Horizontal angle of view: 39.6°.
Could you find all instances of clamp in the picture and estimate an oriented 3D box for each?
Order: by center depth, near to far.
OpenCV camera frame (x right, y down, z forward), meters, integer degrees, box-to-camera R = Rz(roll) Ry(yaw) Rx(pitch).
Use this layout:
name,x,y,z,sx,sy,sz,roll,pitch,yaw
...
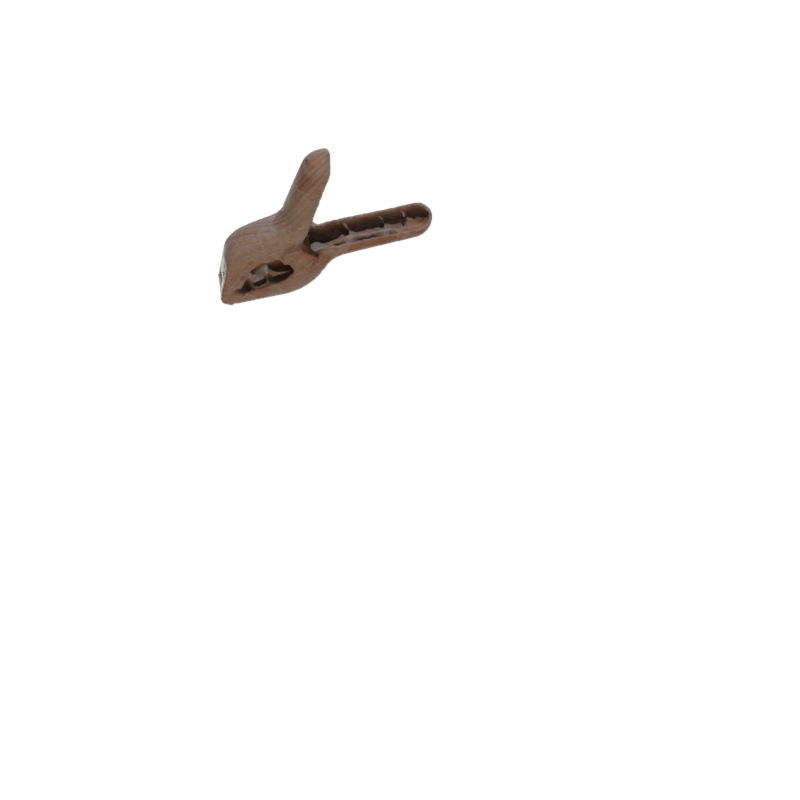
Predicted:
name,x,y,z,sx,sy,sz,roll,pitch,yaw
clamp,-0.064,-0.116,0.813,0.113,0.042,0.170,23,-37,-33
